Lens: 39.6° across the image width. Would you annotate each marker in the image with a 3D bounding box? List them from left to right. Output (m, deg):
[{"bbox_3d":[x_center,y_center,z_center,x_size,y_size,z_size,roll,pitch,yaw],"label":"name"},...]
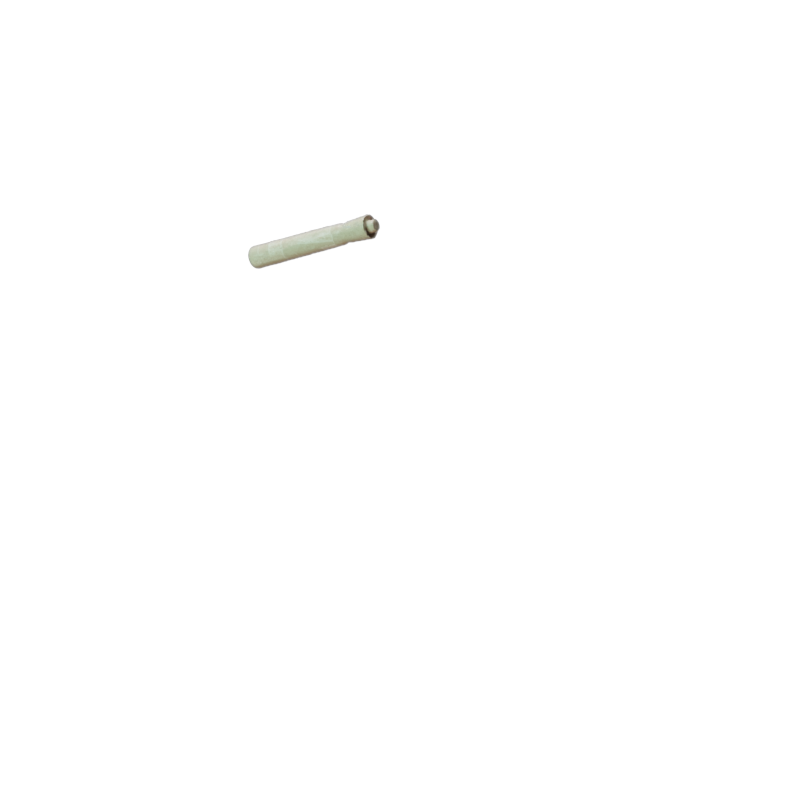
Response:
[{"bbox_3d":[-0.067,-0.122,0.854,0.124,0.020,0.019,-9,-2,36],"label":"marker"}]
